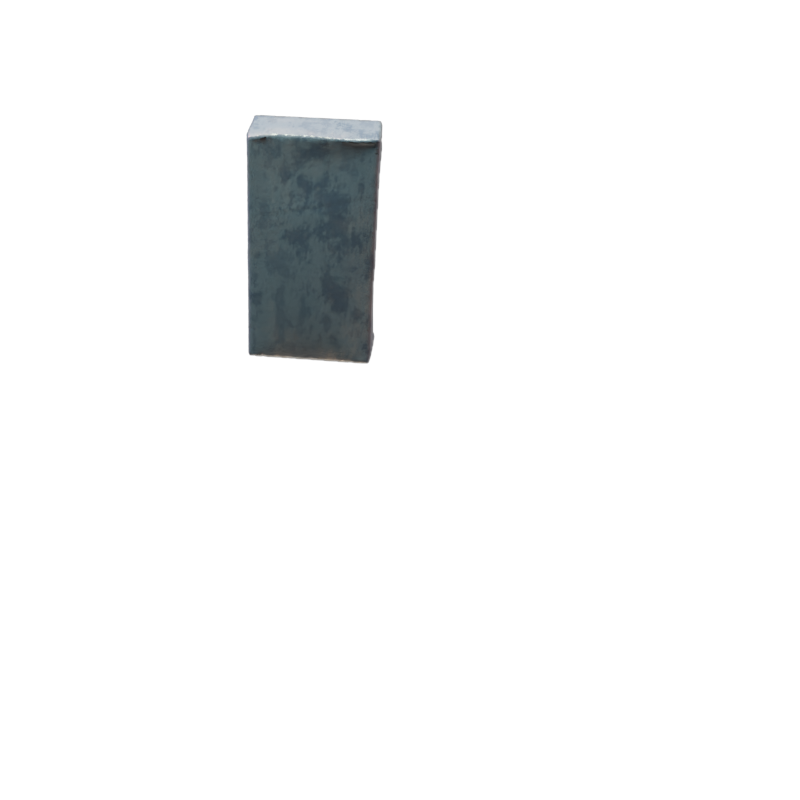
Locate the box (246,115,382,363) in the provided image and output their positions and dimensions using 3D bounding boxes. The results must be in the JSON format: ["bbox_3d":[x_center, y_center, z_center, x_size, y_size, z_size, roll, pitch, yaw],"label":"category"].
[{"bbox_3d":[-0.062,-0.113,0.795,0.094,0.166,0.051,4,30,3],"label":"box"}]
